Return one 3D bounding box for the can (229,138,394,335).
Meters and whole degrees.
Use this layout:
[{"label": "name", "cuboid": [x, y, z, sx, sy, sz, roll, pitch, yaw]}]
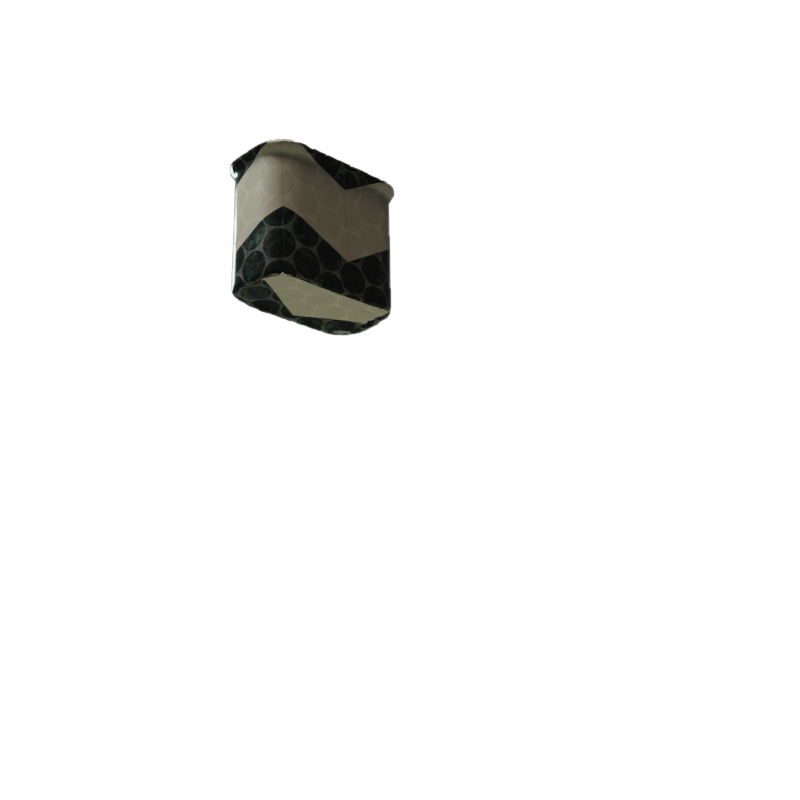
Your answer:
[{"label": "can", "cuboid": [-0.051, -0.093, 0.650, 0.096, 0.089, 0.058, 18, -31, -38]}]
